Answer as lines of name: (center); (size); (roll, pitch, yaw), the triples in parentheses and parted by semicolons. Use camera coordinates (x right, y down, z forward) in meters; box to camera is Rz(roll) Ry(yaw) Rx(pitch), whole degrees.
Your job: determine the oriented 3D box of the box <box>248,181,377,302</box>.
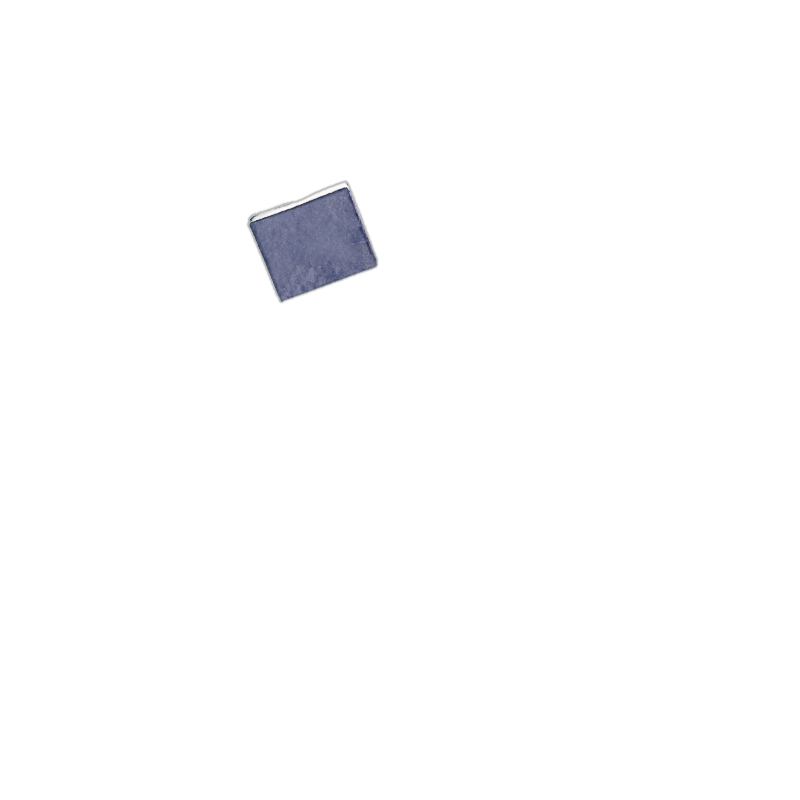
box: (-0.073, -0.132, 0.924); (0.089, 0.070, 0.031); (-20, 14, 5)
